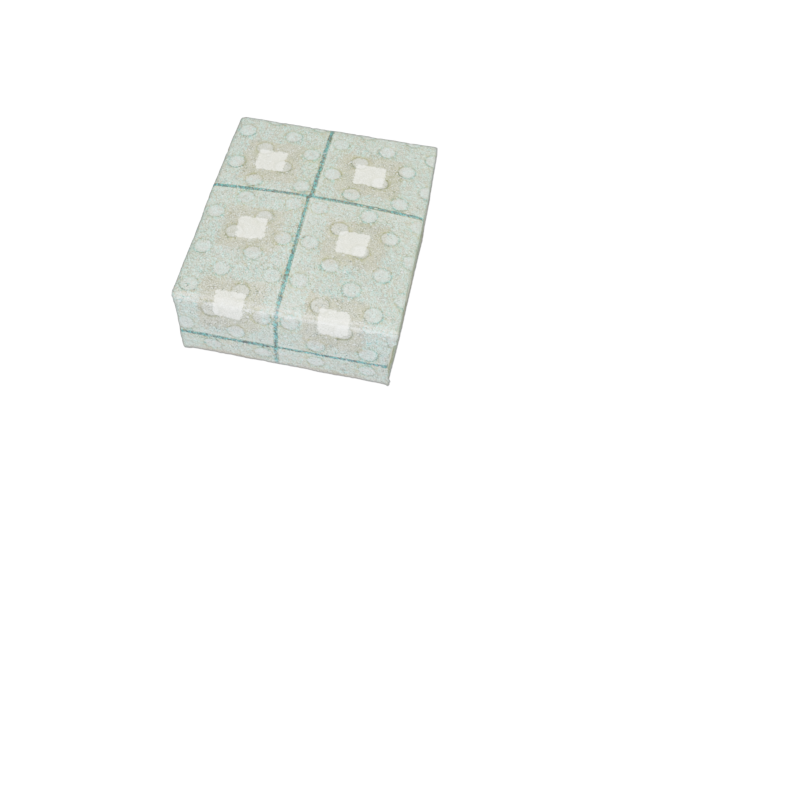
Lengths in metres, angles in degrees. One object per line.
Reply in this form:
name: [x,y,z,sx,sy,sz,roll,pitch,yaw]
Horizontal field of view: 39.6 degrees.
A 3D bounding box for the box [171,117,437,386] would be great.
box: [-0.037,-0.067,0.467,0.091,0.120,0.036,8,-38,6]
